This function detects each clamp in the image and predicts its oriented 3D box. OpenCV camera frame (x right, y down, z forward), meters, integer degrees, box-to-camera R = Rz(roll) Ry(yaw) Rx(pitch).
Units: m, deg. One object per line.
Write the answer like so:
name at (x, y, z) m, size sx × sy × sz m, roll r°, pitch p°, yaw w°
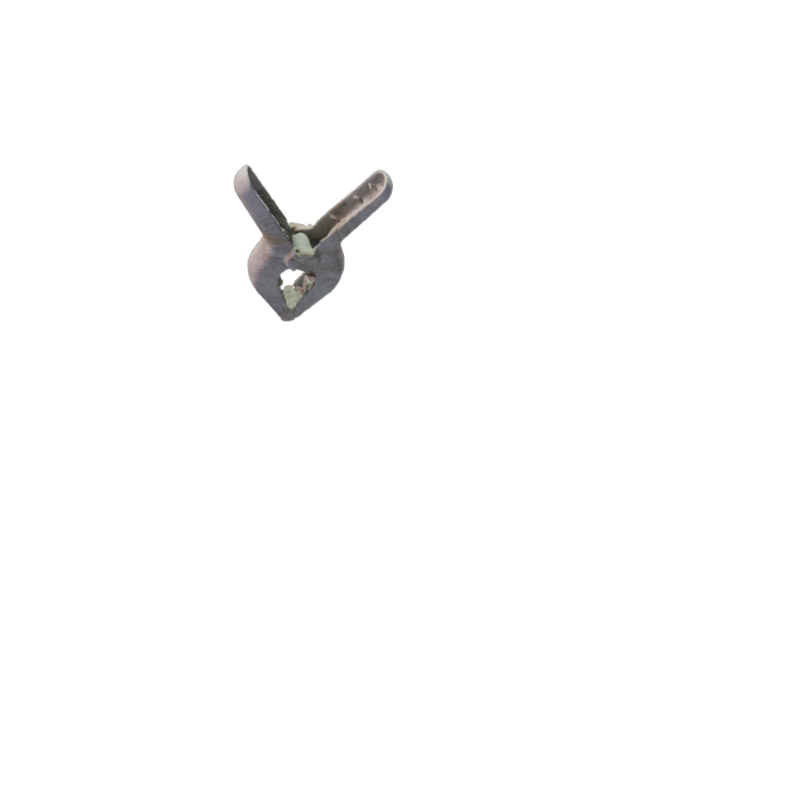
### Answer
clamp at (-0.069, -0.126, 0.884) m, size 0.120 × 0.042 × 0.160 m, roll 1°, pitch -34°, yaw -3°
